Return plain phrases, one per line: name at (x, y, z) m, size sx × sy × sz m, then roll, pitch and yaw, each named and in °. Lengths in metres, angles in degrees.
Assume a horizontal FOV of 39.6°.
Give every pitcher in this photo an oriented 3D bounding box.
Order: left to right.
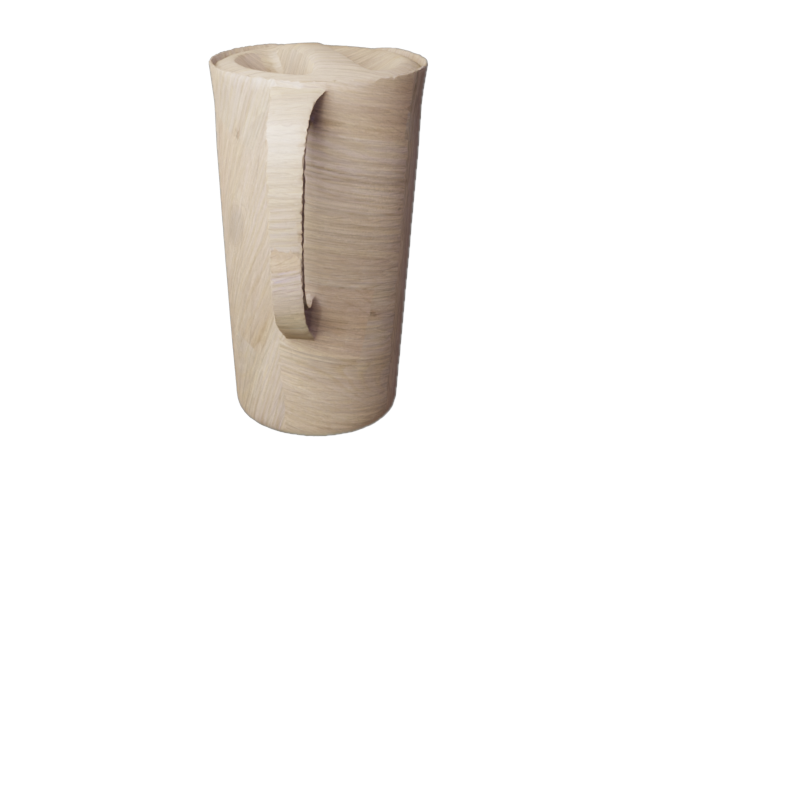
pitcher at (-0.055, -0.100, 0.704) m, size 0.146 × 0.232 × 0.155 m, roll -15°, pitch 27°, yaw -36°
